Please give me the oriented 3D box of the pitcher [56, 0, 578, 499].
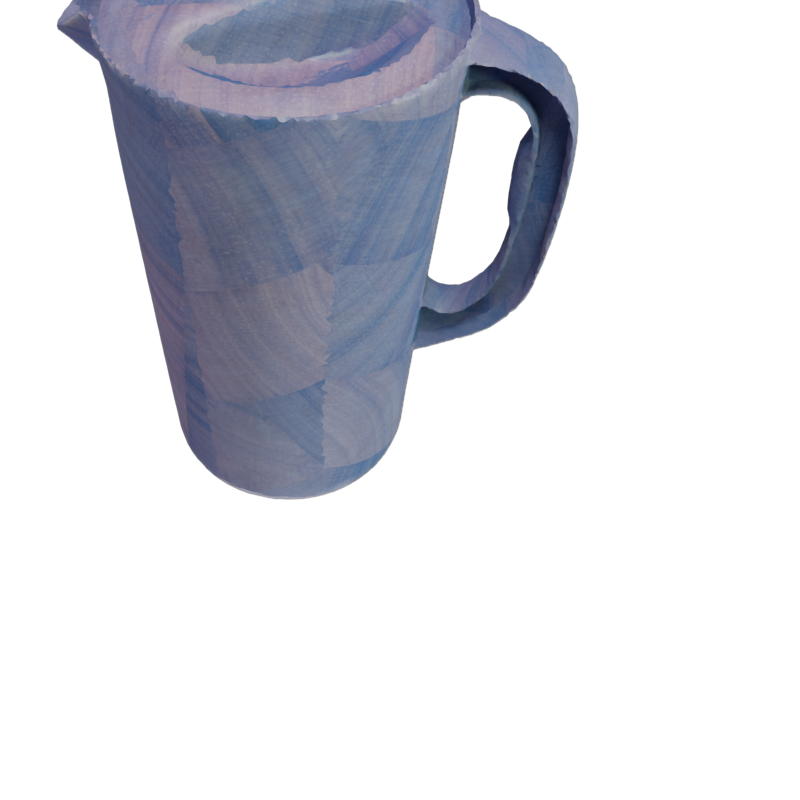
[{"bbox_3d":[-0.036,-0.065,0.454,0.144,0.226,0.160,-27,56,-24],"label":"pitcher"}]
